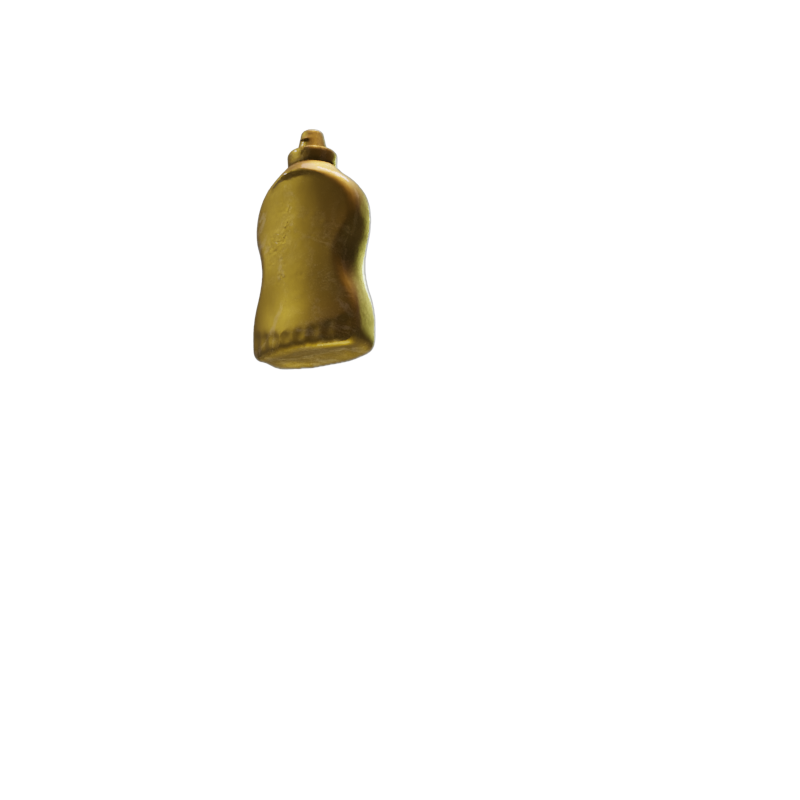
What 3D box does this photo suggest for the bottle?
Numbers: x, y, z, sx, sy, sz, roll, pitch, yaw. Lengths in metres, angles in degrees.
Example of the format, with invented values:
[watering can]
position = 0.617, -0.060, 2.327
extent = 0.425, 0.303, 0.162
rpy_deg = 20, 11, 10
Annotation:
[bottle]
position = -0.069, -0.125, 0.877
extent = 0.098, 0.201, 0.055
rpy_deg = -14, -24, 30
